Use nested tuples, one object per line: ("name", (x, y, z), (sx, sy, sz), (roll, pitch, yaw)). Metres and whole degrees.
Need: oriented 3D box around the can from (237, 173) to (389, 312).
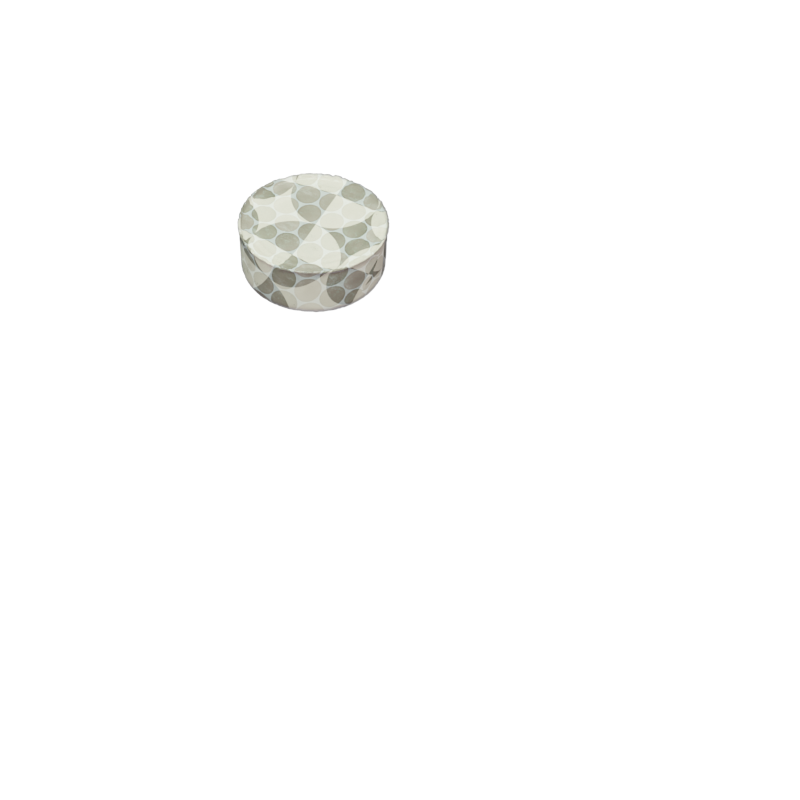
("can", (-0.050, -0.091, 0.637), (0.086, 0.092, 0.031), (-1, -44, -1))
